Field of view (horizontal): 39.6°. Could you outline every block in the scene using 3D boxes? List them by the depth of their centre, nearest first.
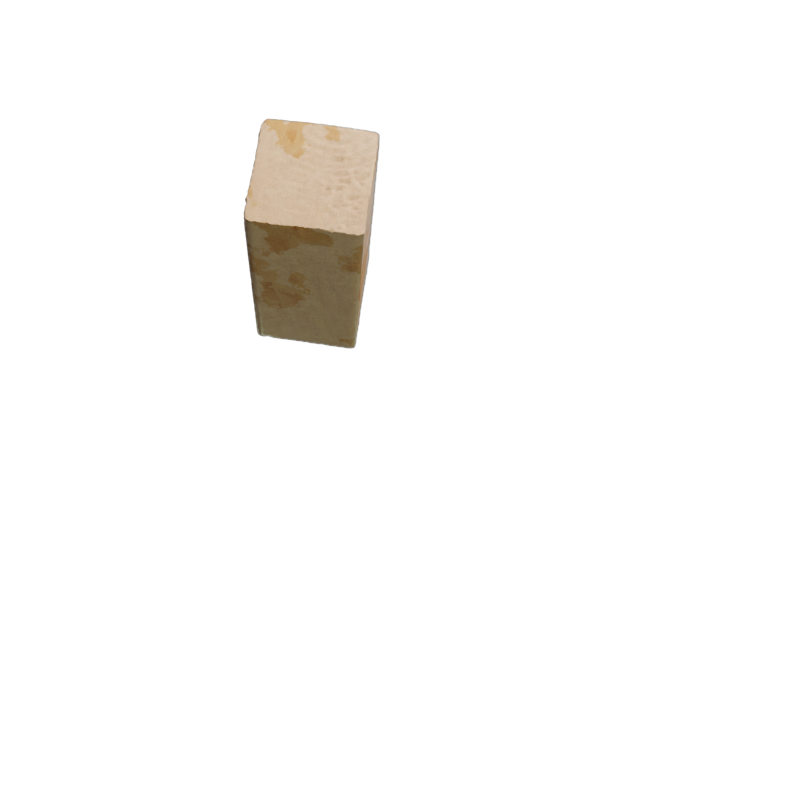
[{"bbox_3d":[-0.070,-0.127,0.890,0.090,0.095,0.196,8,-22,0],"label":"block"}]
